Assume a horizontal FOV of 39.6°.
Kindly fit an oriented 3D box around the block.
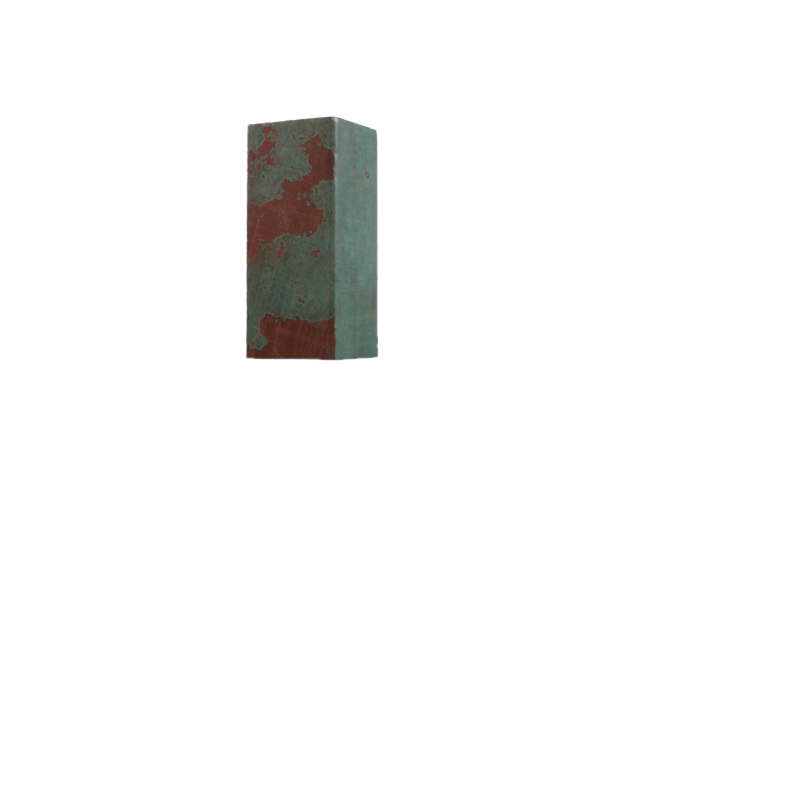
[{"bbox_3d":[-0.077,-0.141,0.986,0.093,0.208,0.087,-2,-3,26],"label":"block"}]
